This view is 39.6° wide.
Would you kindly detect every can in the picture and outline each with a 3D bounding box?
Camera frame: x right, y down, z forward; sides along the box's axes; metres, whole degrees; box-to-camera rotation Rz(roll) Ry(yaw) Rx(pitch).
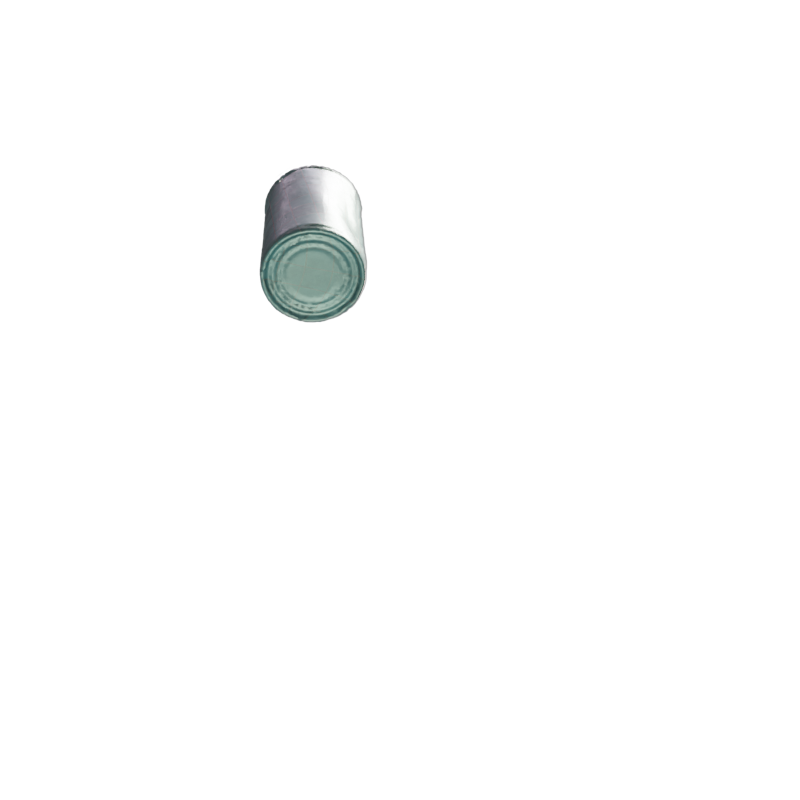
[{"bbox_3d":[-0.057,-0.104,0.728,0.068,0.065,0.109,0,31,-3],"label":"can"}]
